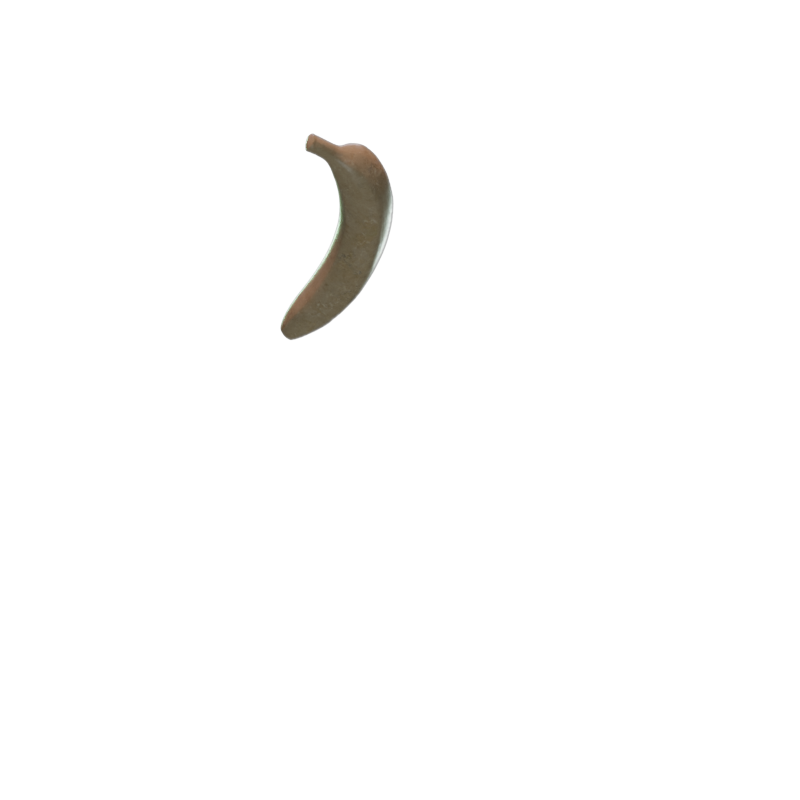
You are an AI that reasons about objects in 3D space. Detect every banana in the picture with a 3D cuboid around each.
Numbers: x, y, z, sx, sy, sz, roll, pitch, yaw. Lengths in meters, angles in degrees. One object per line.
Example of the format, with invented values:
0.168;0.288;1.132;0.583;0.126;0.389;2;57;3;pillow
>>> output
-0.043;-0.115;0.795;0.069;0.039;0.186;6;-44;-7;banana
